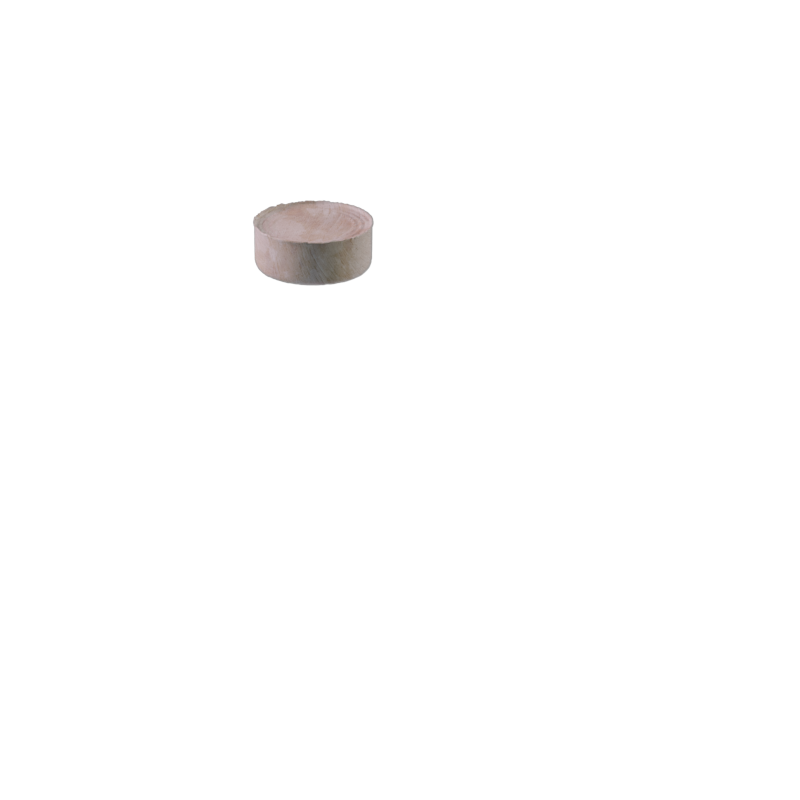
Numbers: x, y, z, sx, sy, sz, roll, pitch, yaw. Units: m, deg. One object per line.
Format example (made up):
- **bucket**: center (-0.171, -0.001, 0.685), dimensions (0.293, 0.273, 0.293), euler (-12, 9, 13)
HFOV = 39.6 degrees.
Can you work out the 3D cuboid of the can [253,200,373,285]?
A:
- **can**: center (-0.062, -0.113, 0.792), dimensions (0.086, 0.032, 0.091), euler (-1, 28, -2)
